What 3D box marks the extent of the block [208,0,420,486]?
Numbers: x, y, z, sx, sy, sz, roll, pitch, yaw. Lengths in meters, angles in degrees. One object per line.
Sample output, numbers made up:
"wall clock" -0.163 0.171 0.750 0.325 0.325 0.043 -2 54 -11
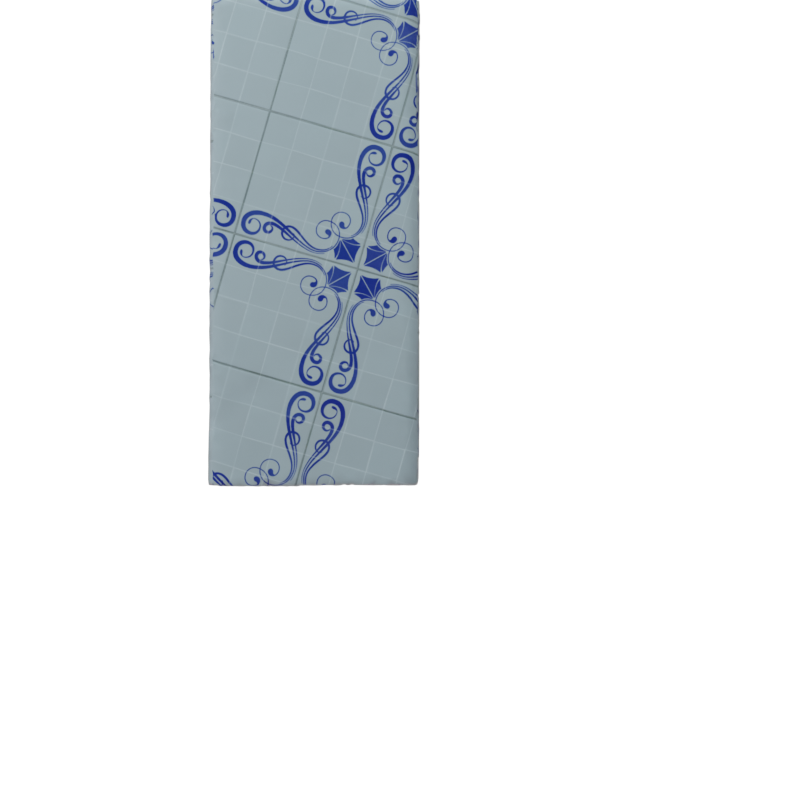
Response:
"block" -0.039 -0.072 0.507 0.090 0.207 0.091 0 0 -3
